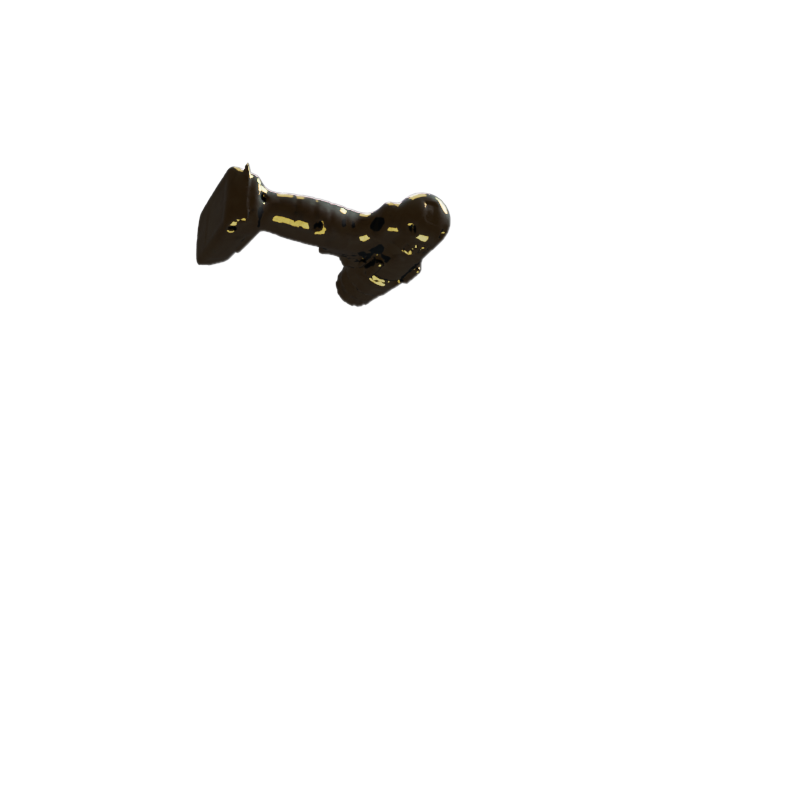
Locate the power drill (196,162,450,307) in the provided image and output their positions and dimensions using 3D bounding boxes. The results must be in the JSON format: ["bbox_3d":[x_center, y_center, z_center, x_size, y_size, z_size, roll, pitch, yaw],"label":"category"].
[{"bbox_3d":[-0.073,-0.134,0.938,0.182,0.060,0.181,7,-21,-20],"label":"power drill"}]
